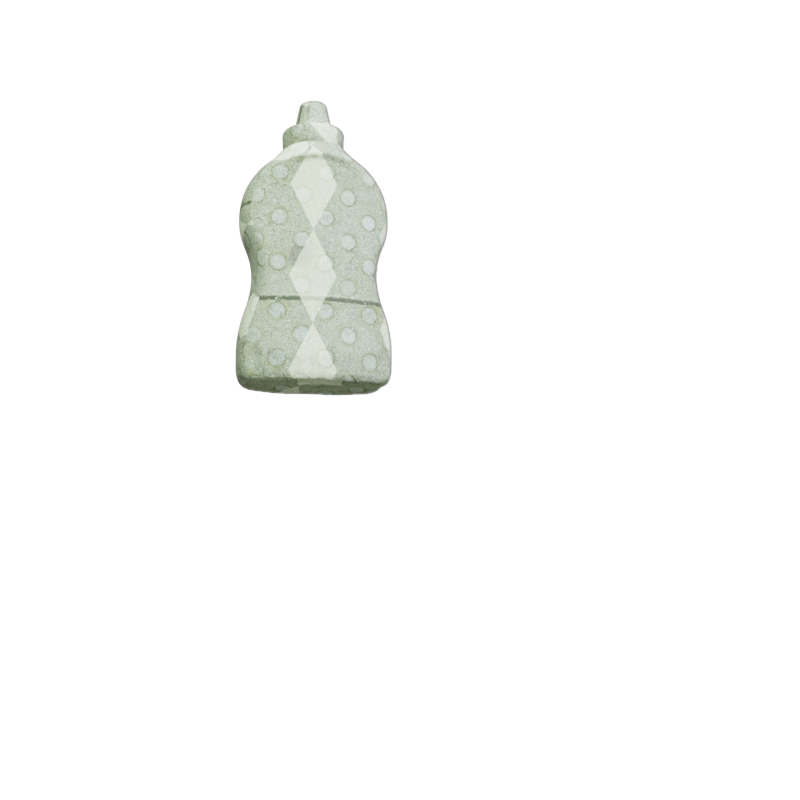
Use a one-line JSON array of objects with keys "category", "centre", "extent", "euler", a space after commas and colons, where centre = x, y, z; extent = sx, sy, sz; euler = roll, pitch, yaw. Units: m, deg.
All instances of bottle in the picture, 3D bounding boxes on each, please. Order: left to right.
[{"category": "bottle", "centre": [-0.056, -0.102, 0.715], "extent": [0.095, 0.199, 0.057], "euler": [2, -16, -10]}]
